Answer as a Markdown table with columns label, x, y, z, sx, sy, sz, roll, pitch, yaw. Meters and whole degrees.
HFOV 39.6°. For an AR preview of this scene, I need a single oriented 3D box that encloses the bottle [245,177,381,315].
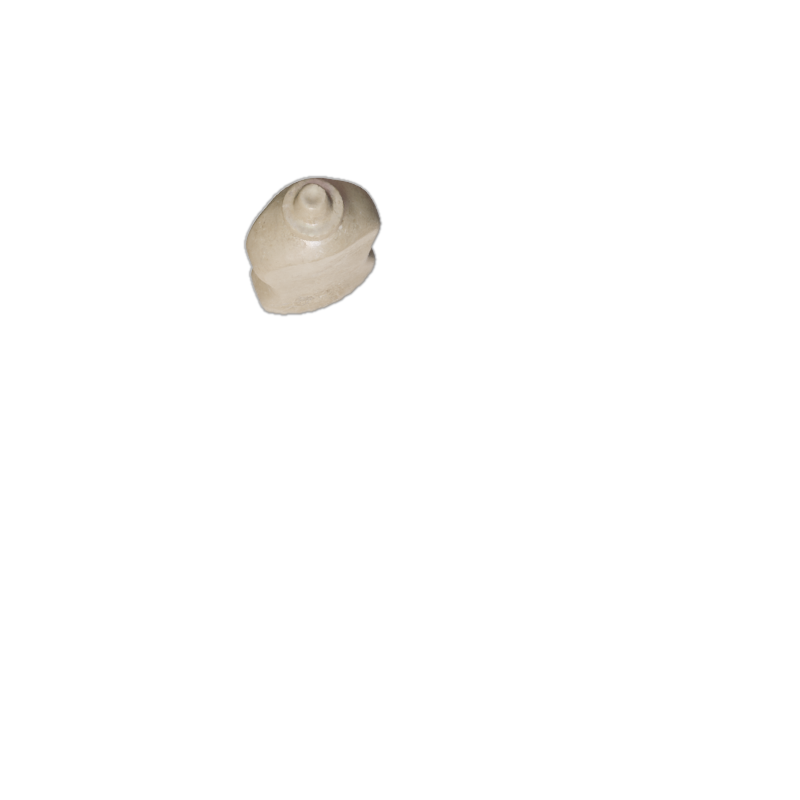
| label | x | y | z | sx | sy | sz | roll | pitch | yaw |
| --- | --- | --- | --- | --- | --- | --- | --- | --- | --- |
| bottle | -0.062 | -0.113 | 0.790 | 0.096 | 0.060 | 0.186 | -20 | -8 | -7 |
